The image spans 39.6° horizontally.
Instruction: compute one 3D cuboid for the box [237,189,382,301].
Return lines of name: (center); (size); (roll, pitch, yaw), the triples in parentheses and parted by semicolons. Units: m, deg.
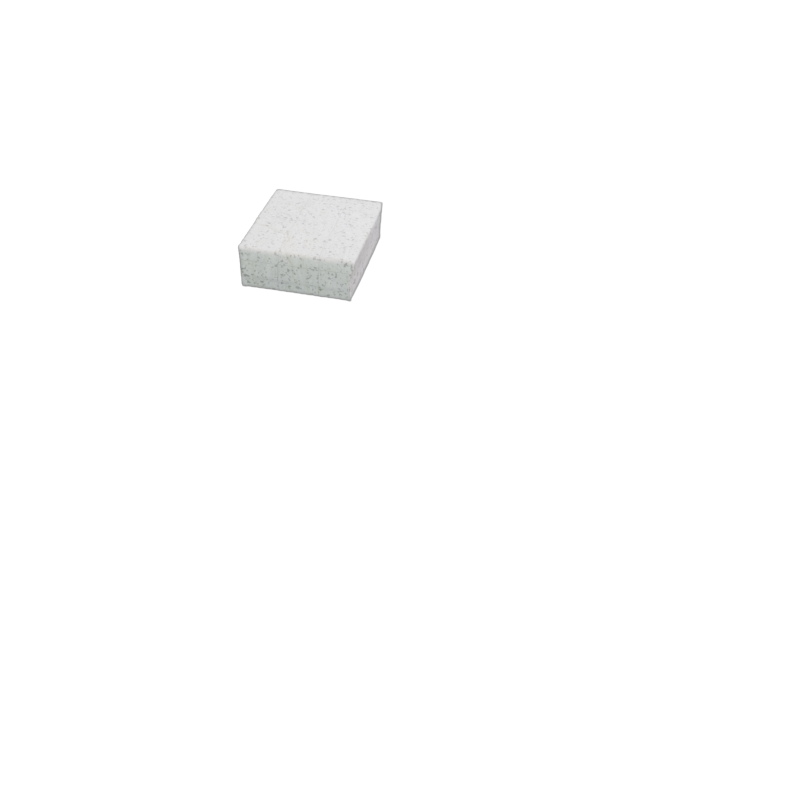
box: (-0.068, -0.123, 0.864); (0.091, 0.036, 0.119); (7, 35, 9)
